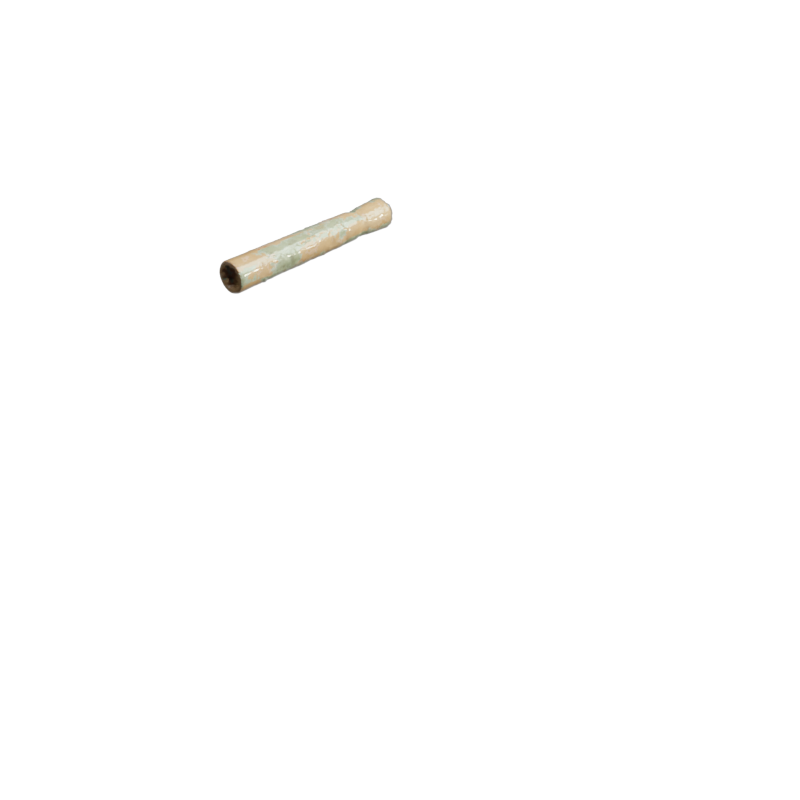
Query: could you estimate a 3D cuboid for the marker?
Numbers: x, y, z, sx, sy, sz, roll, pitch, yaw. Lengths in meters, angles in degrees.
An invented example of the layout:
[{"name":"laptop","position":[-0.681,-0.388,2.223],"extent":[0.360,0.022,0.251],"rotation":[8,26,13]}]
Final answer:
[{"name":"marker","position":[-0.049,-0.089,0.620],"extent":[0.120,0.019,0.021],"rotation":[-30,23,-38]}]
